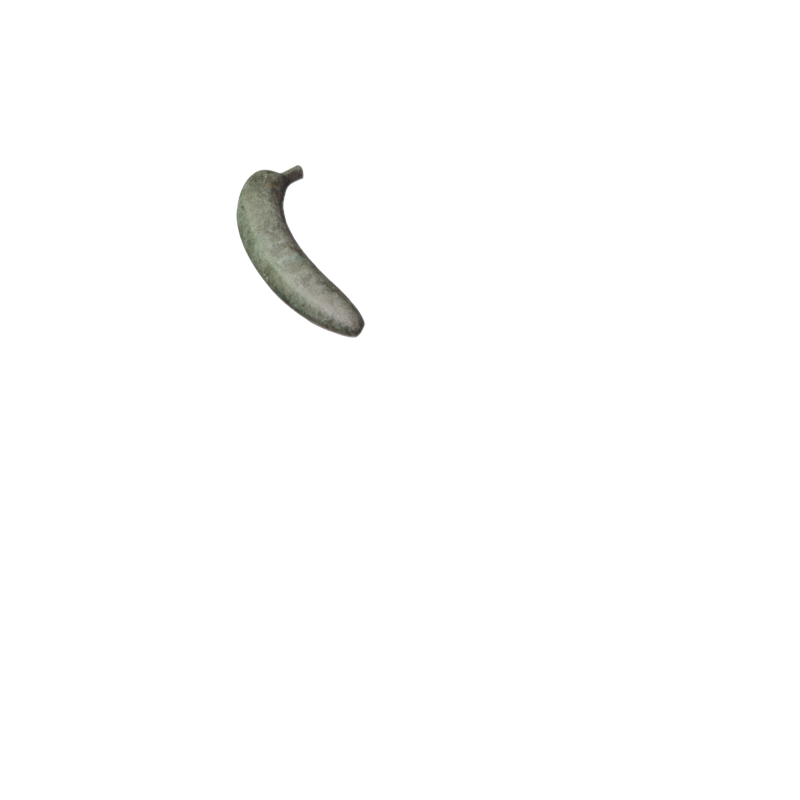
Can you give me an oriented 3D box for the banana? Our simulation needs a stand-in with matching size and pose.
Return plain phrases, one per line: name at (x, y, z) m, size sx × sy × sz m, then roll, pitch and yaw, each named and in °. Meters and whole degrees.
banana at (-0.085, -0.121, 0.848) m, size 0.069 × 0.214 × 0.034 m, roll -11°, pitch -41°, yaw -11°
